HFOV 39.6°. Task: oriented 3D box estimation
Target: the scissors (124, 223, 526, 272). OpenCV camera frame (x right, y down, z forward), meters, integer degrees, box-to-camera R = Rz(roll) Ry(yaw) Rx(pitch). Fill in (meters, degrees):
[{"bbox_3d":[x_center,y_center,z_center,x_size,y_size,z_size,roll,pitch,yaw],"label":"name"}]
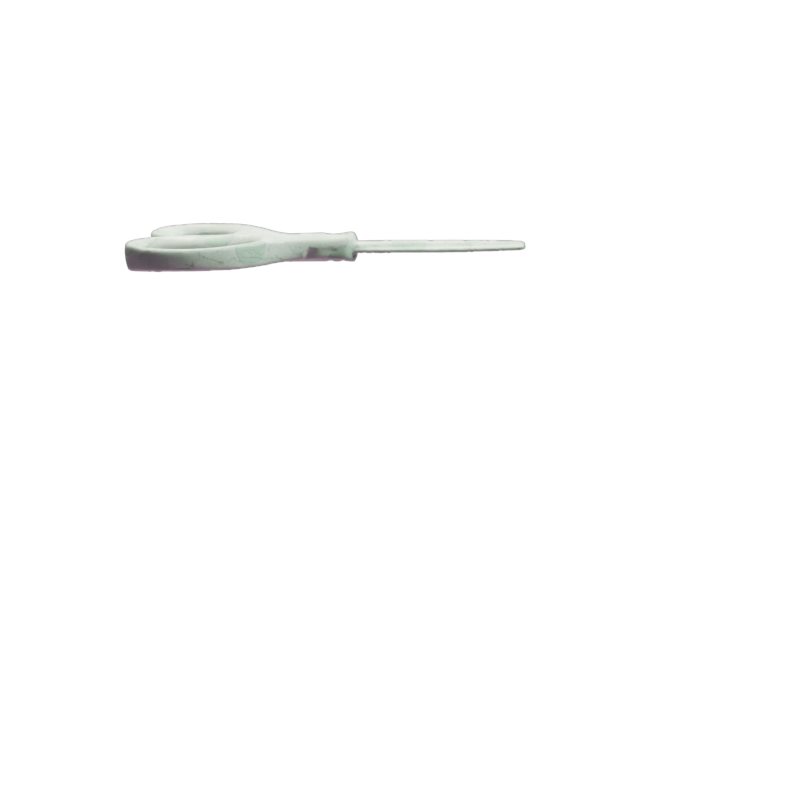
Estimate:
[{"bbox_3d":[-0.046,-0.084,0.587,0.198,0.015,0.101,-5,18,-17],"label":"scissors"}]
